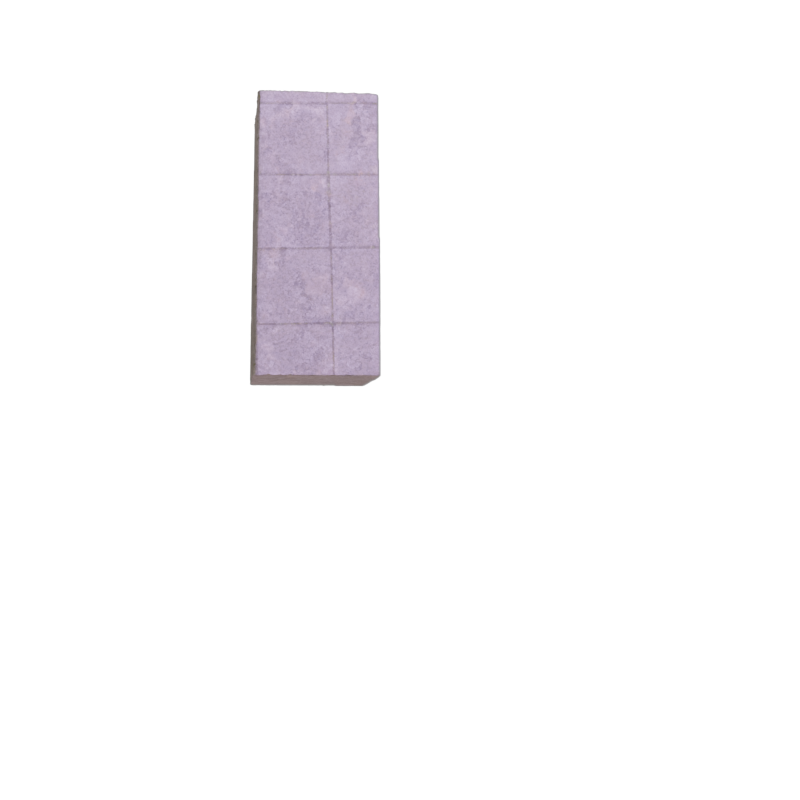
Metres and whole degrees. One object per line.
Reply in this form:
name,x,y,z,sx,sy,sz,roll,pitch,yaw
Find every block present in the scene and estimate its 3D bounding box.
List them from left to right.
block,-0.064,-0.118,0.826,0.090,0.212,0.088,1,-11,-7
